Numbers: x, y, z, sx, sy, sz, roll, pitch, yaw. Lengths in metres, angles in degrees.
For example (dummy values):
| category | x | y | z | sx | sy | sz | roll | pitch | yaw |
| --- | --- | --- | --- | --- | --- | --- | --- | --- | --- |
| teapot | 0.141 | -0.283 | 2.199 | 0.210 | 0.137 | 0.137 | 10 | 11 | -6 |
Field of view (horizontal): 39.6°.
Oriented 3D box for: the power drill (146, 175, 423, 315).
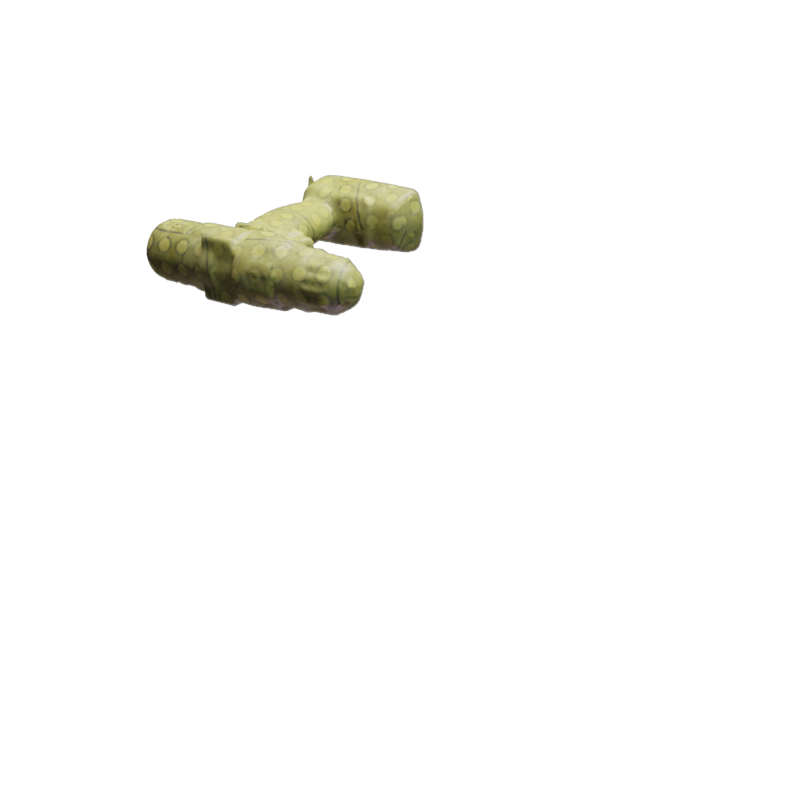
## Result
| category | x | y | z | sx | sy | sz | roll | pitch | yaw |
| --- | --- | --- | --- | --- | --- | --- | --- | --- | --- |
| power drill | -0.064 | -0.117 | 0.817 | 0.194 | 0.055 | 0.186 | 17 | 28 | 34 |
